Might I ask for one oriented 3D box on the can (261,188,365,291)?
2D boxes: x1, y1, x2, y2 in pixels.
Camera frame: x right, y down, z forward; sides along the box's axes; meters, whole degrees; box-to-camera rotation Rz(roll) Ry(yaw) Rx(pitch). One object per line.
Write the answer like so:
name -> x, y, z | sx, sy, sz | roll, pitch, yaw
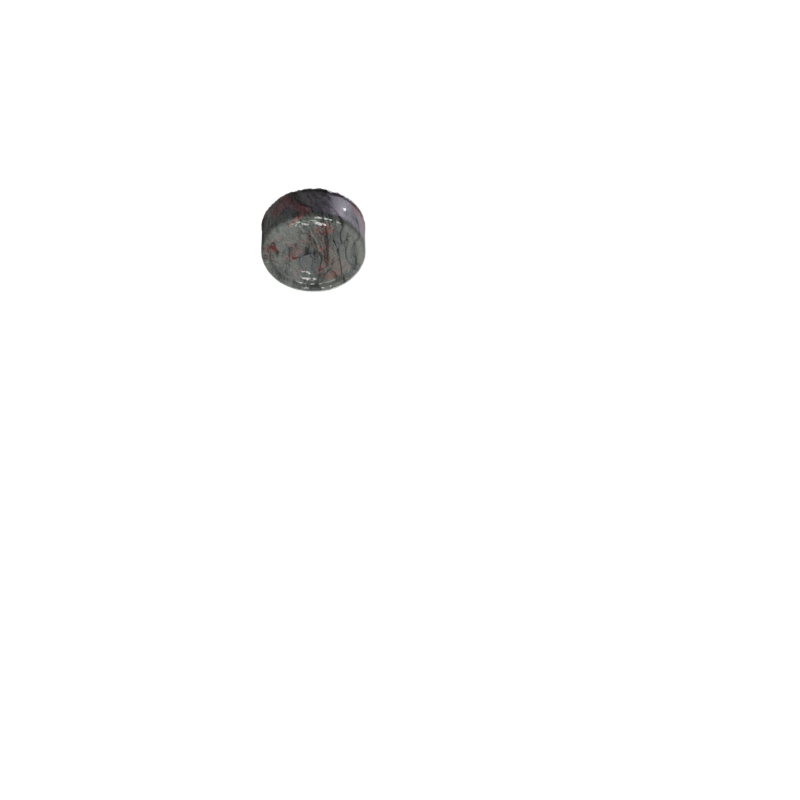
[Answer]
can -> -0.070, -0.128, 0.900 | 0.086, 0.036, 0.080 | 1, -45, -1
